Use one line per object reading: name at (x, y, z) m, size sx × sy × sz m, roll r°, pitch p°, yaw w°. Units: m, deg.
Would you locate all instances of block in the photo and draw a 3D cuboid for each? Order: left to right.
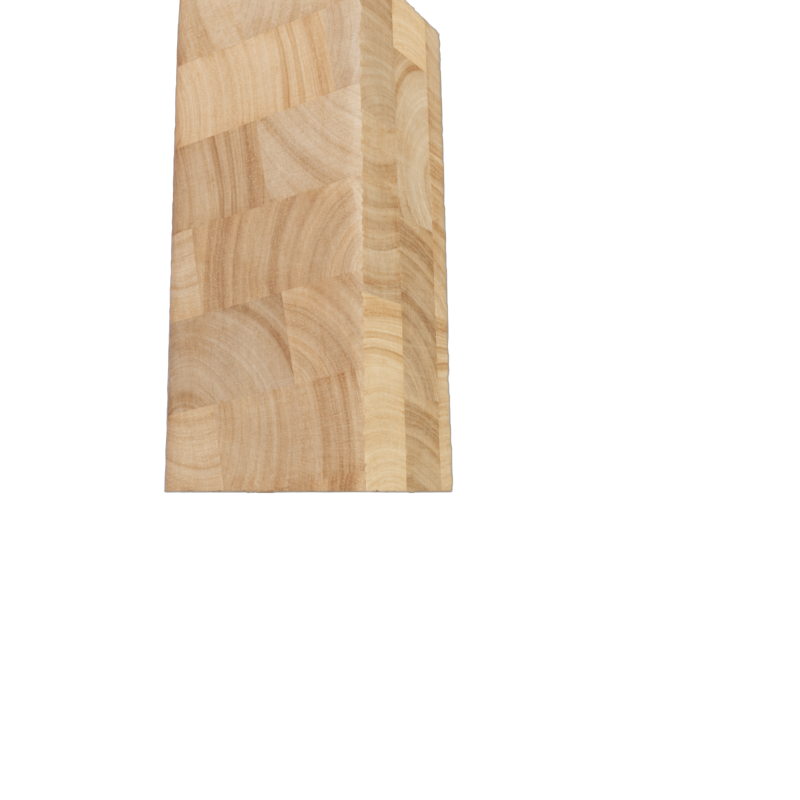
block at (-0.037, -0.067, 0.468) m, size 0.092 × 0.212 × 0.086 m, roll -6°, pitch -12°, yaw 24°
